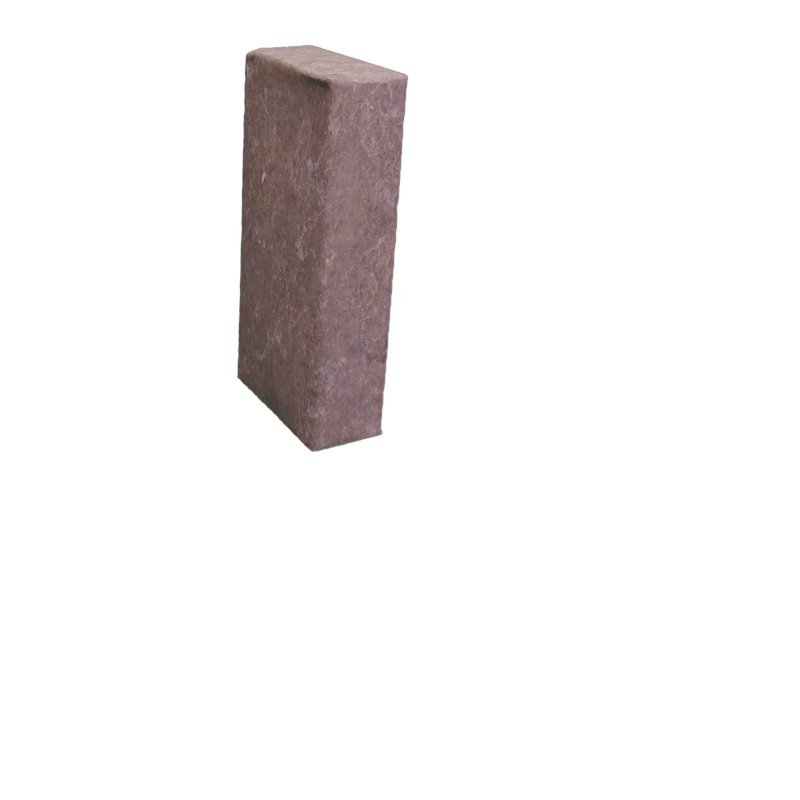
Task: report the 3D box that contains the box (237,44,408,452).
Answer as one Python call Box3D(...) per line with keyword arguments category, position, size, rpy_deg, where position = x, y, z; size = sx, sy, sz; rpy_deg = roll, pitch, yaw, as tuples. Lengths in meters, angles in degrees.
Box3D(category="box", position=(-0.042, -0.076, 0.532), size=(0.047, 0.169, 0.100), rpy_deg=(-10, 23, -28))
